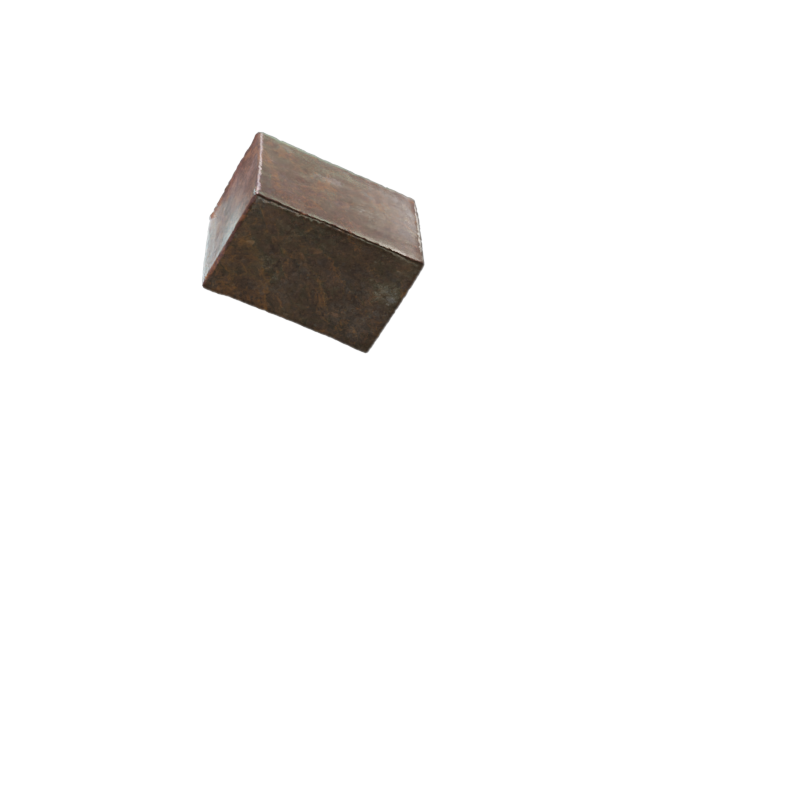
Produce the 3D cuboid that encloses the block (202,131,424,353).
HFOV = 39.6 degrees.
[{"bbox_3d":[-0.036,-0.066,0.464,0.075,0.051,0.055,23,34,-18],"label":"block"}]
